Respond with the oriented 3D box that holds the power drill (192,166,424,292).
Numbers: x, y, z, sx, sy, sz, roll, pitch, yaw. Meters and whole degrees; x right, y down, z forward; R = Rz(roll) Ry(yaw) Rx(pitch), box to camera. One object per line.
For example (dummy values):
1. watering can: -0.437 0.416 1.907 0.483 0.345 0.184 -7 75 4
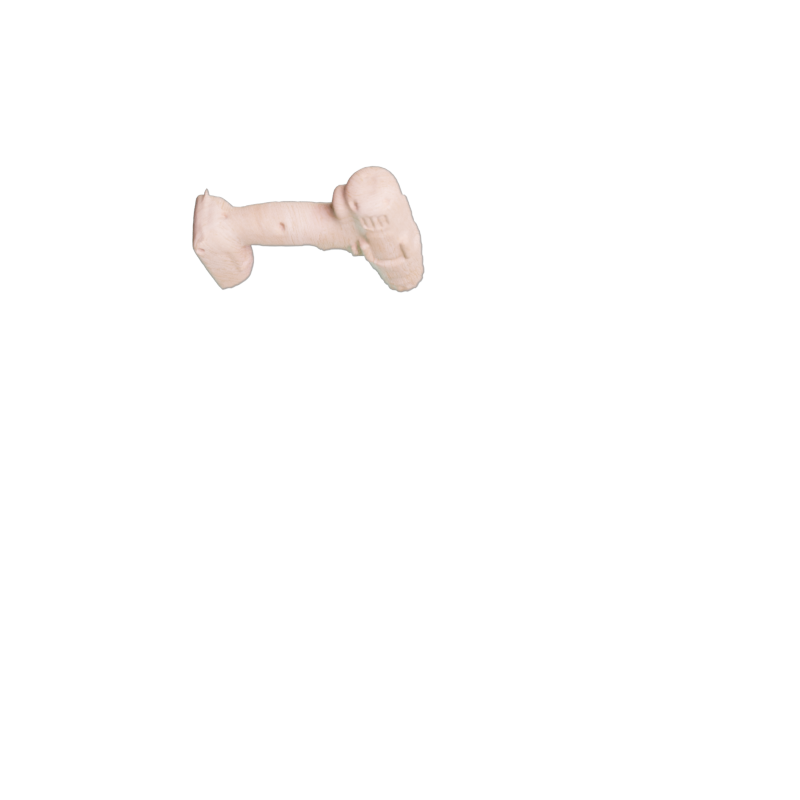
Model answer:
1. power drill: -0.076 -0.139 0.973 0.190 0.061 0.172 -5 -23 10
